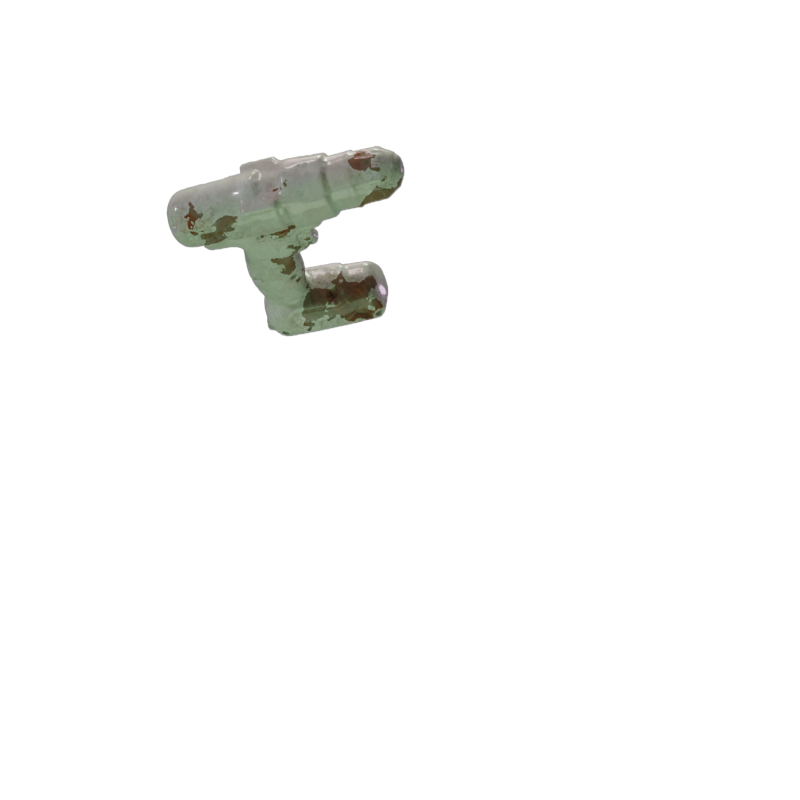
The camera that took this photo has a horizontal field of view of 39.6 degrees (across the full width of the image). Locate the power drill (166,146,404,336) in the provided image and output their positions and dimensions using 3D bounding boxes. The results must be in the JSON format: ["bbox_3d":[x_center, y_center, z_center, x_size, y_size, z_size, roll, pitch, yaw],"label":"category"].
[{"bbox_3d":[-0.069,-0.126,0.884,0.187,0.061,0.173,-9,-31,14],"label":"power drill"}]
